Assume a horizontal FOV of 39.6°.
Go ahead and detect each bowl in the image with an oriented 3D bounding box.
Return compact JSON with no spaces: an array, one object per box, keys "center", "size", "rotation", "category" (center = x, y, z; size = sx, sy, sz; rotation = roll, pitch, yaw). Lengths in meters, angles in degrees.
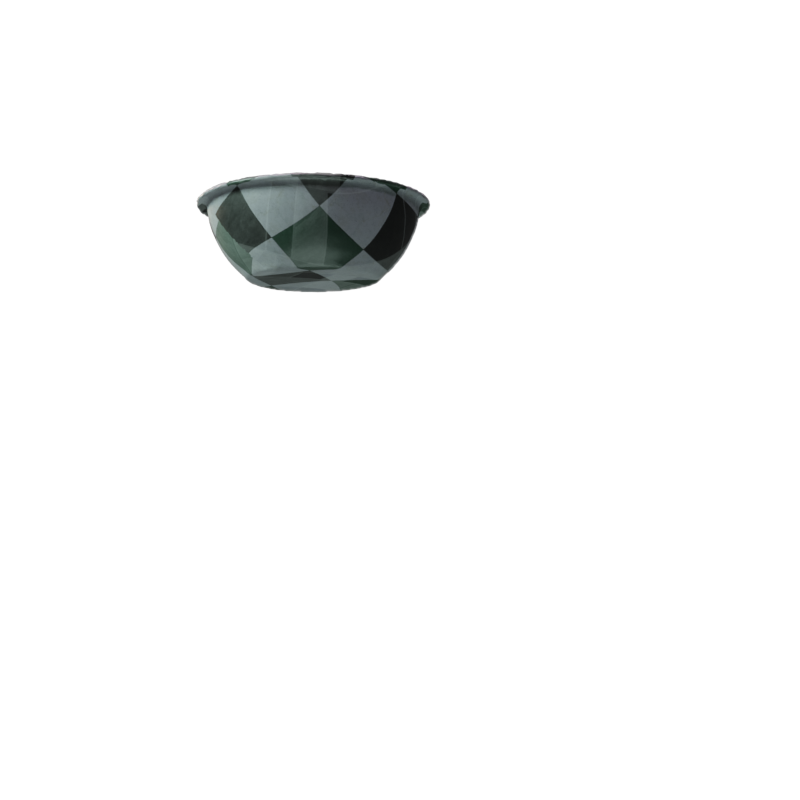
[{"center":[-0.060,-0.109,0.762],"size":[0.162,0.056,0.159],"rotation":[0,-6,-2],"category":"bowl"}]
